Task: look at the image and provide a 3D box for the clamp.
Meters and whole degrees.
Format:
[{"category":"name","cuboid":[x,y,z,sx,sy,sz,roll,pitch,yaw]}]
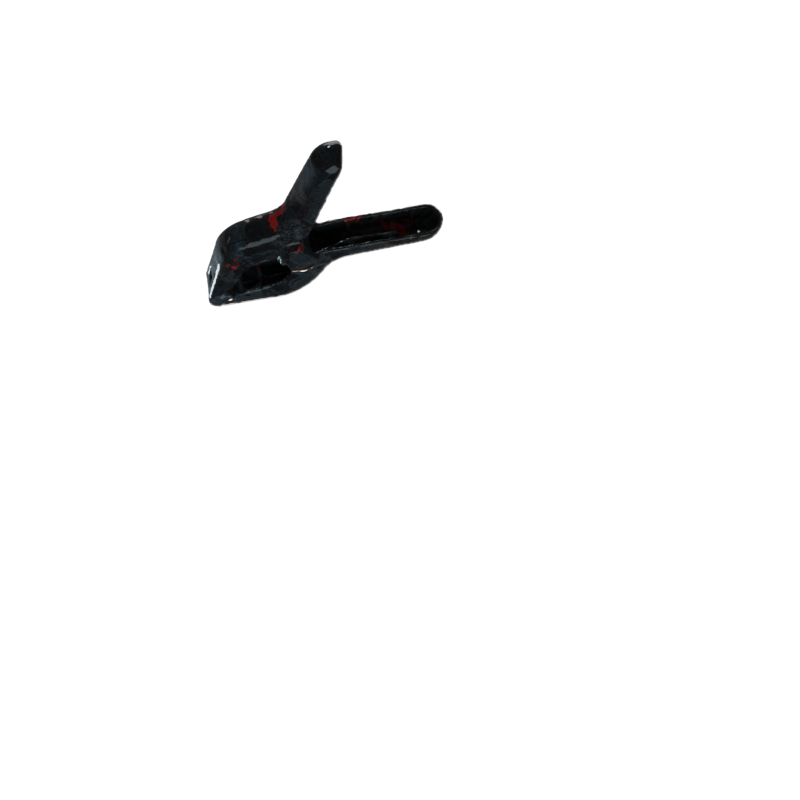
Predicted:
[{"category":"clamp","cuboid":[-0.059,-0.107,0.753,0.113,0.042,0.171,25,-39,-36]}]
